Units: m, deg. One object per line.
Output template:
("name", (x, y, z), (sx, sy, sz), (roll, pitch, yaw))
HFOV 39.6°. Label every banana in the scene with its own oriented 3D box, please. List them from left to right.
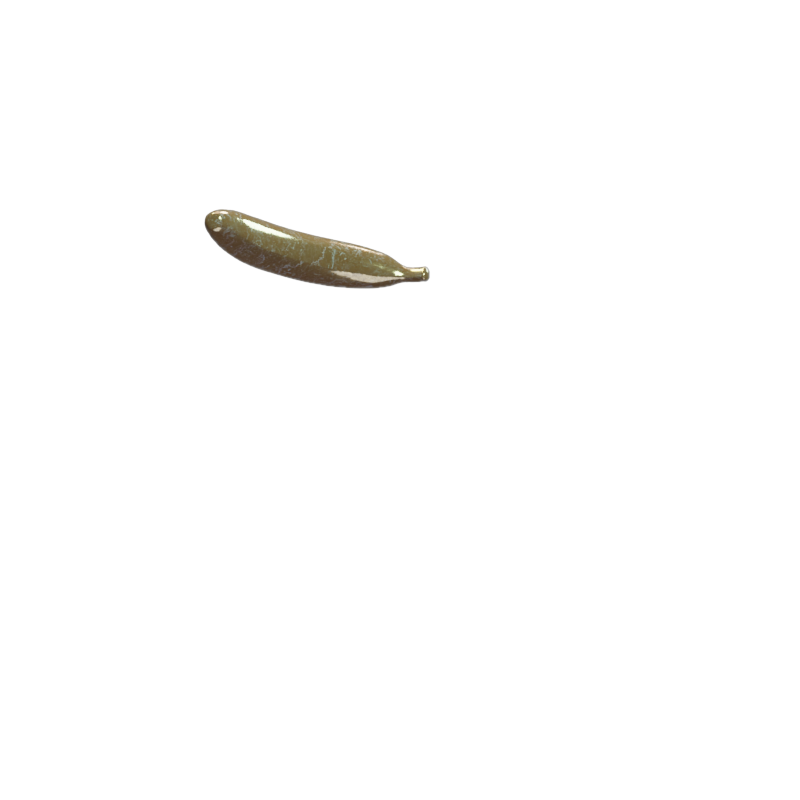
("banana", (-0.075, -0.118, 0.874), (0.189, 0.038, 0.070), (9, -18, -30))
